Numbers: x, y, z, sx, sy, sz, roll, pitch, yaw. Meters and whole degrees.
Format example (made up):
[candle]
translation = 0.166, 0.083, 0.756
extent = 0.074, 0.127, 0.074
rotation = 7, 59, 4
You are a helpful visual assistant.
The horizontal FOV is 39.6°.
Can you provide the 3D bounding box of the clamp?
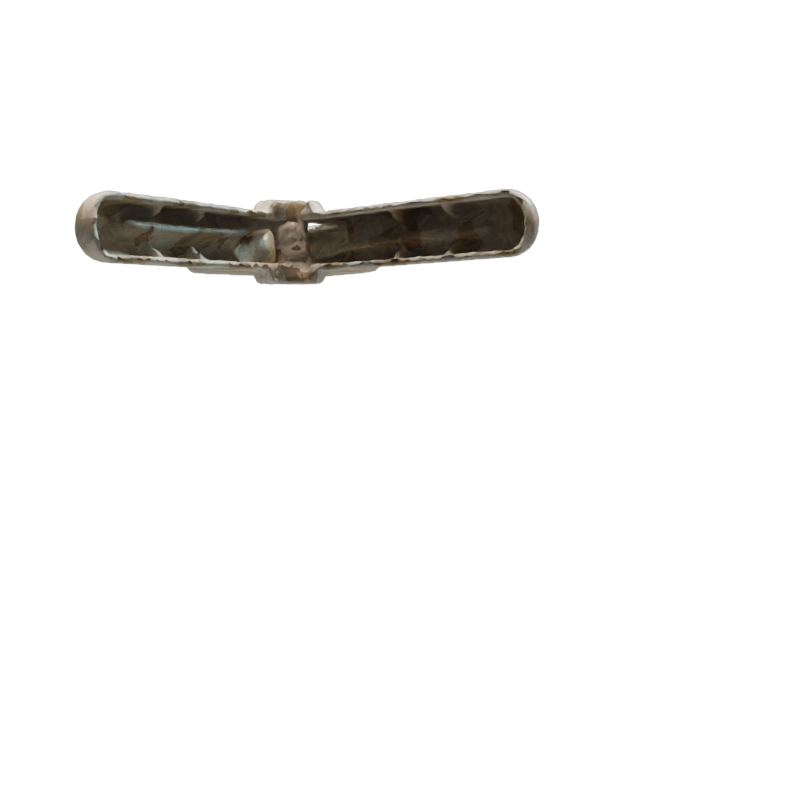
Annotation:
[clamp]
translation = -0.037, -0.068, 0.478
extent = 0.164, 0.036, 0.210
rotation = 0, 4, -2
